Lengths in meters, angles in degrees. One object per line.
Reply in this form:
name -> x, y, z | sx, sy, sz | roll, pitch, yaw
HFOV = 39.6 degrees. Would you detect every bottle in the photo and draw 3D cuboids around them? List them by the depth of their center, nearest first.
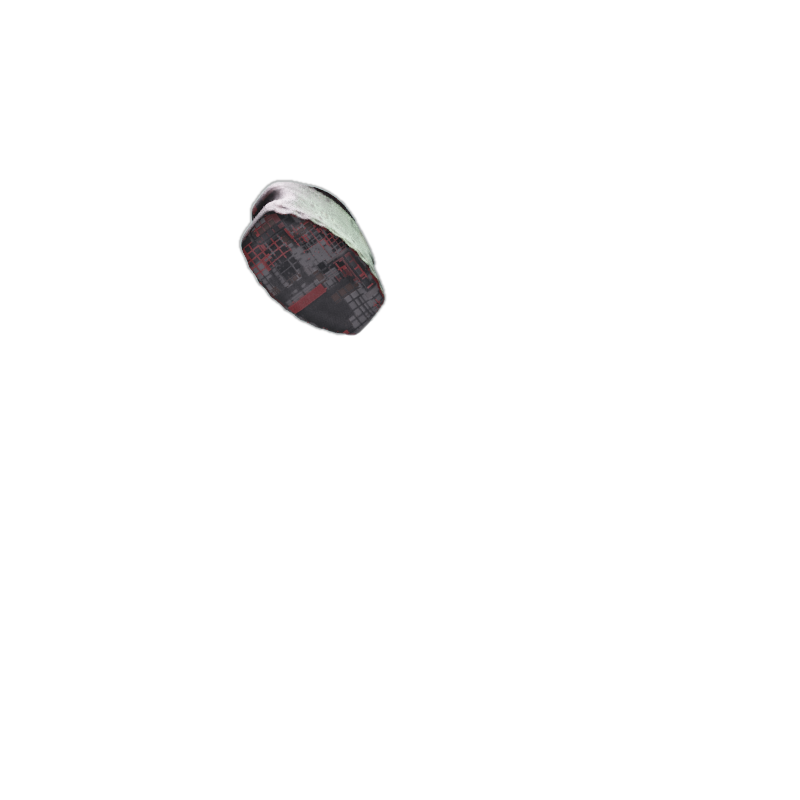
bottle -> -0.061, -0.110, 0.771 | 0.094, 0.058, 0.199 | 35, 14, -14
